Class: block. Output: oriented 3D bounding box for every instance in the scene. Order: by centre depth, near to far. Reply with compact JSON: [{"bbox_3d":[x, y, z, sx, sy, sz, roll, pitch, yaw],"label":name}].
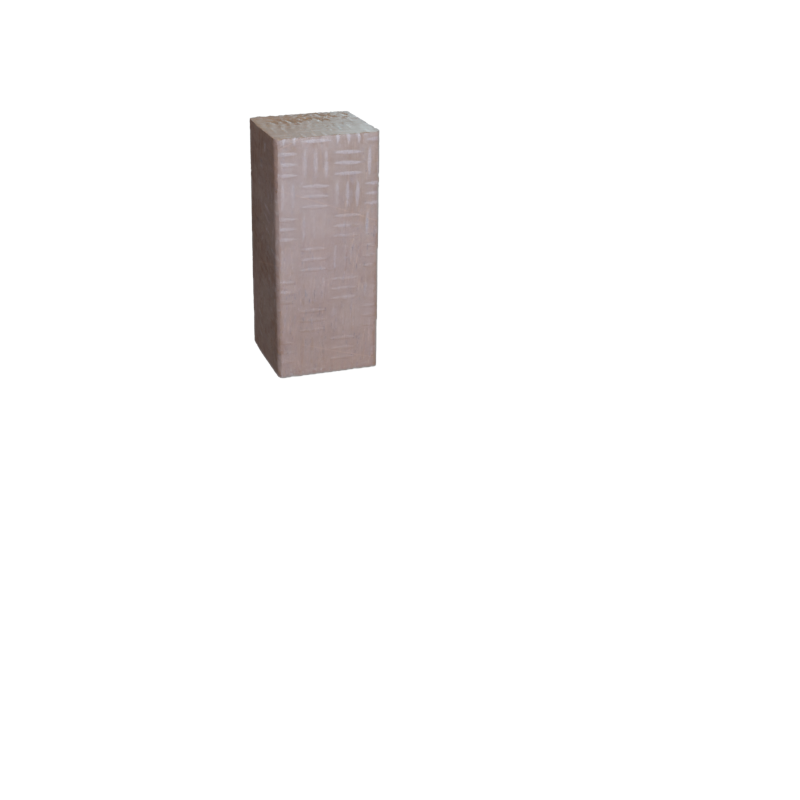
[{"bbox_3d":[-0.074,-0.135,0.946,0.089,0.197,0.096,-6,21,-18],"label":"block"}]
